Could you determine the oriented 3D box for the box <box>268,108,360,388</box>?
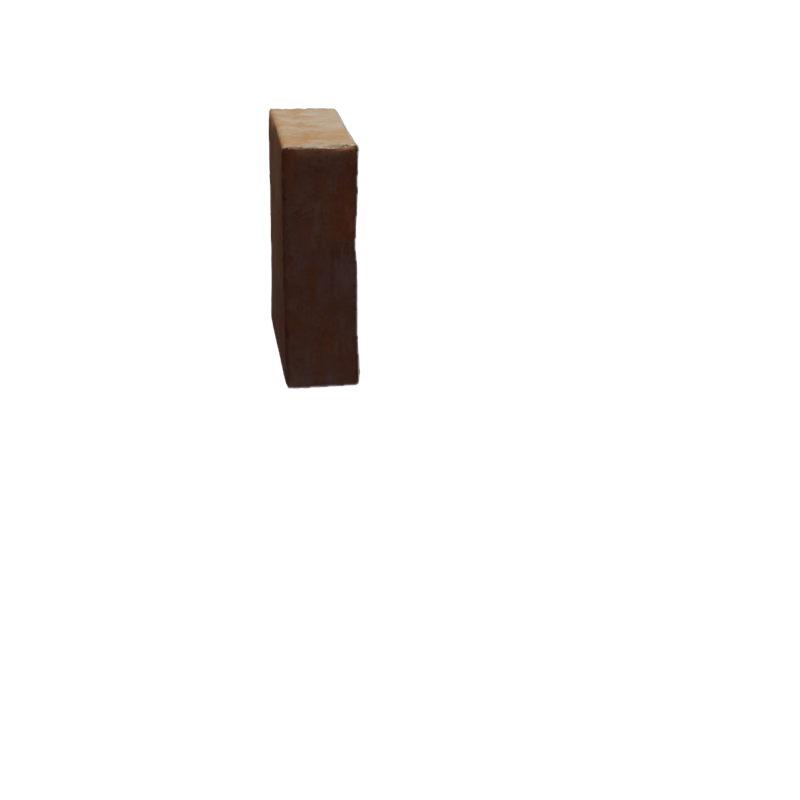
[{"bbox_3d":[-0.077,-0.141,0.989,0.071,0.205,0.173,-2,21,-9],"label":"box"}]
